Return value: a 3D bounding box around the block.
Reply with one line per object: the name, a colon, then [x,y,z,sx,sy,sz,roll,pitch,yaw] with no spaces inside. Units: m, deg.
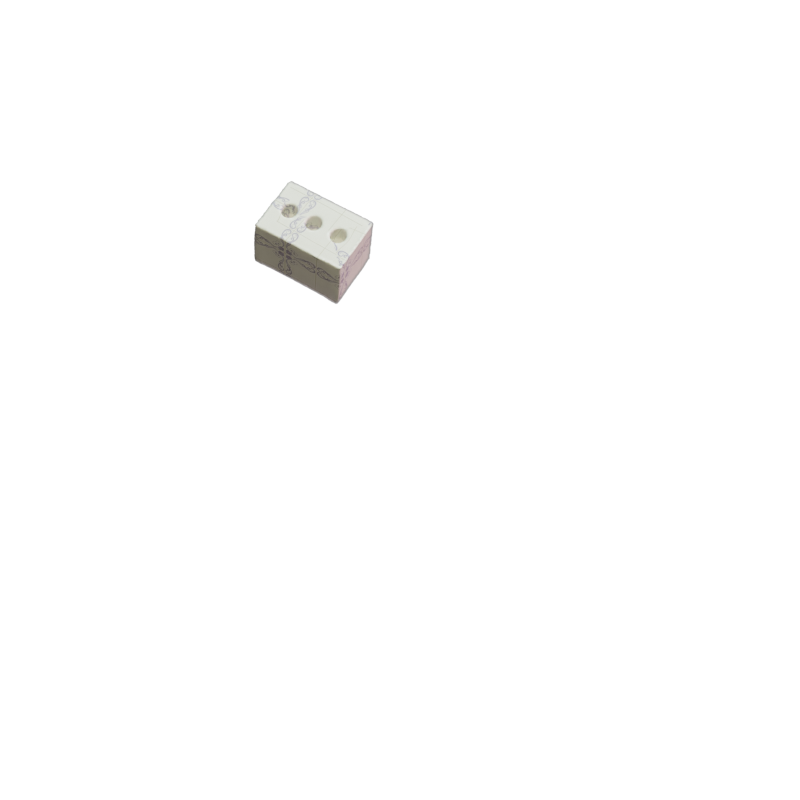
block: [-0.067,-0.122,0.855,0.081,0.054,0.048,28,-28,15]
